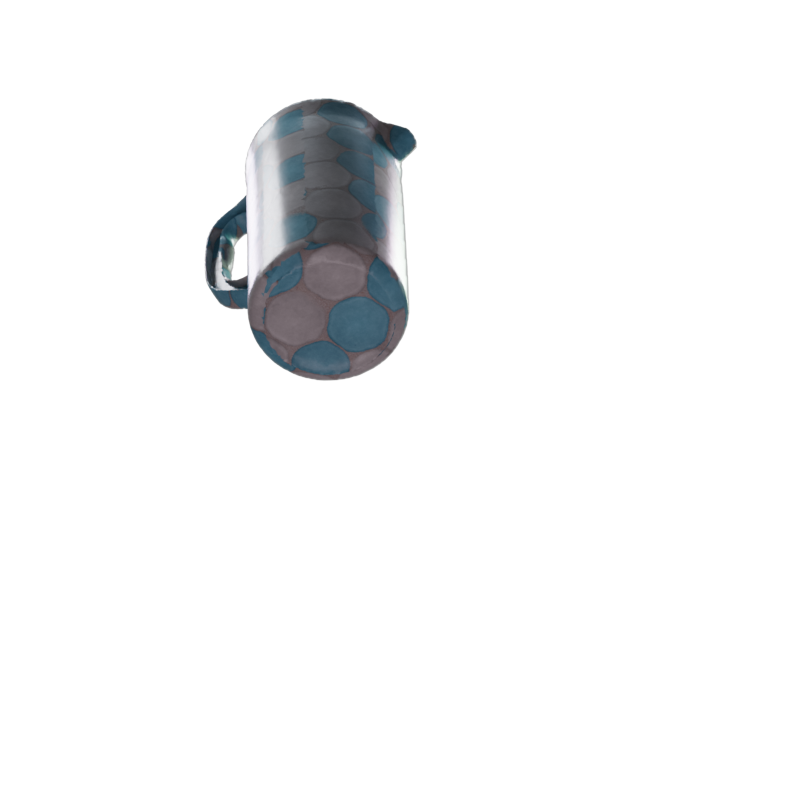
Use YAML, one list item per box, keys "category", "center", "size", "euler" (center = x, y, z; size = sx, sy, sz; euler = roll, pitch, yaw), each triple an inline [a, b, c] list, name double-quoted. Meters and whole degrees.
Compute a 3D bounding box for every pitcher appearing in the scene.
- category: "pitcher"
  center: [-0.065, -0.119, 0.836]
  size: [0.142, 0.143, 0.259]
  euler: [15, 31, -13]
